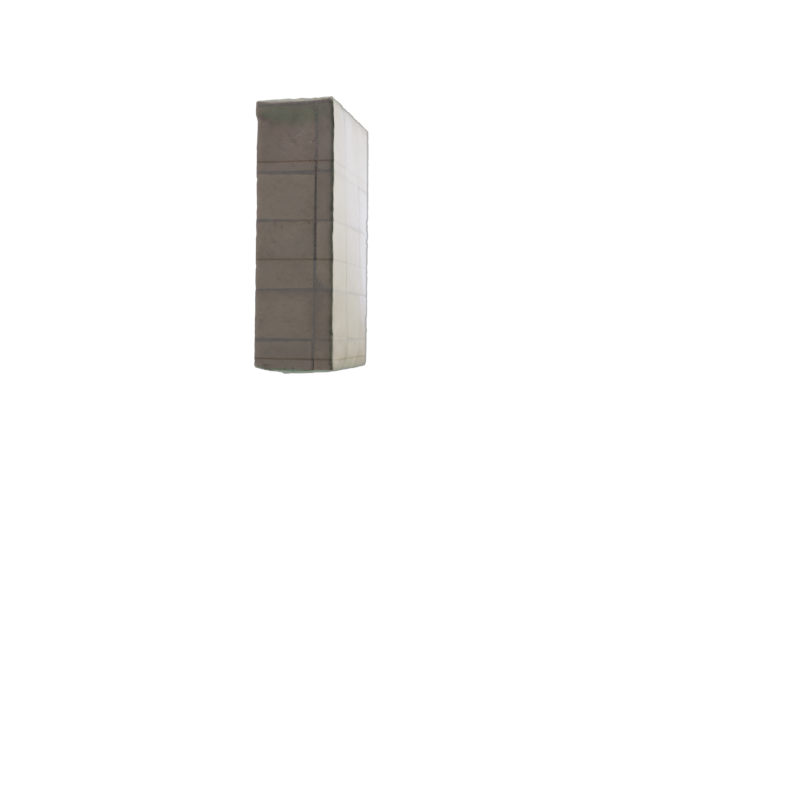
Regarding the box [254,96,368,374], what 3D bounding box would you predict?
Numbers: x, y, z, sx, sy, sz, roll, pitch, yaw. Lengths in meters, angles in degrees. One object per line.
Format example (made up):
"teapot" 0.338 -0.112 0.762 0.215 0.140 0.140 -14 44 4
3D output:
"box" -0.072 -0.132 0.925 0.073 0.216 0.161 -1 -1 9
